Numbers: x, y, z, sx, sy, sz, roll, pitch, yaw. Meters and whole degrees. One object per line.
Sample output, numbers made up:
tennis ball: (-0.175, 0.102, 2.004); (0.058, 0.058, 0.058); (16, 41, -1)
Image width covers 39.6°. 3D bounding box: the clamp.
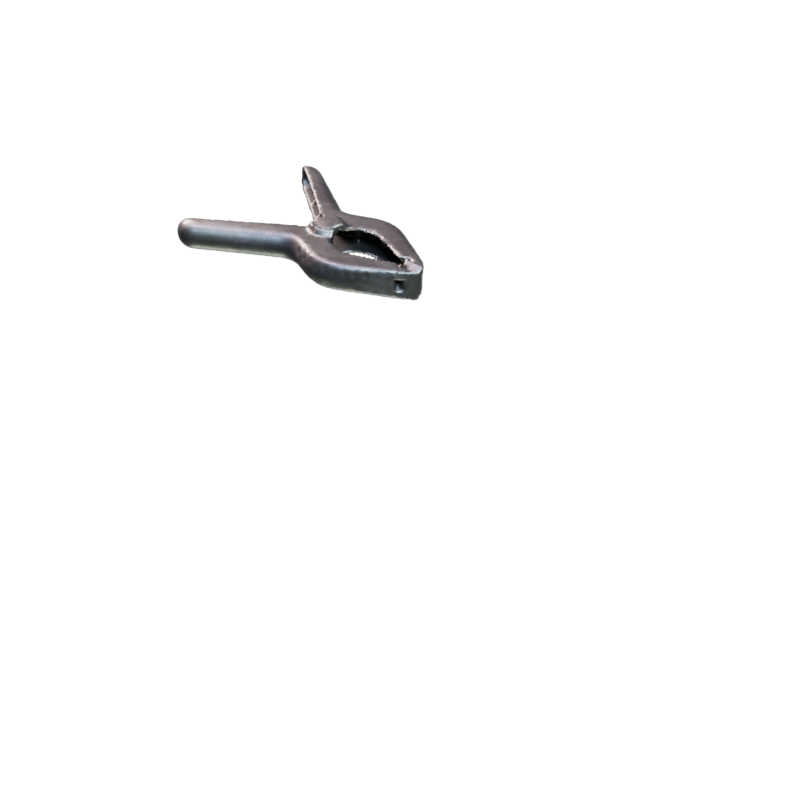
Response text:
clamp: (-0.073, -0.133, 0.929); (0.164, 0.034, 0.225); (-27, 44, -32)
